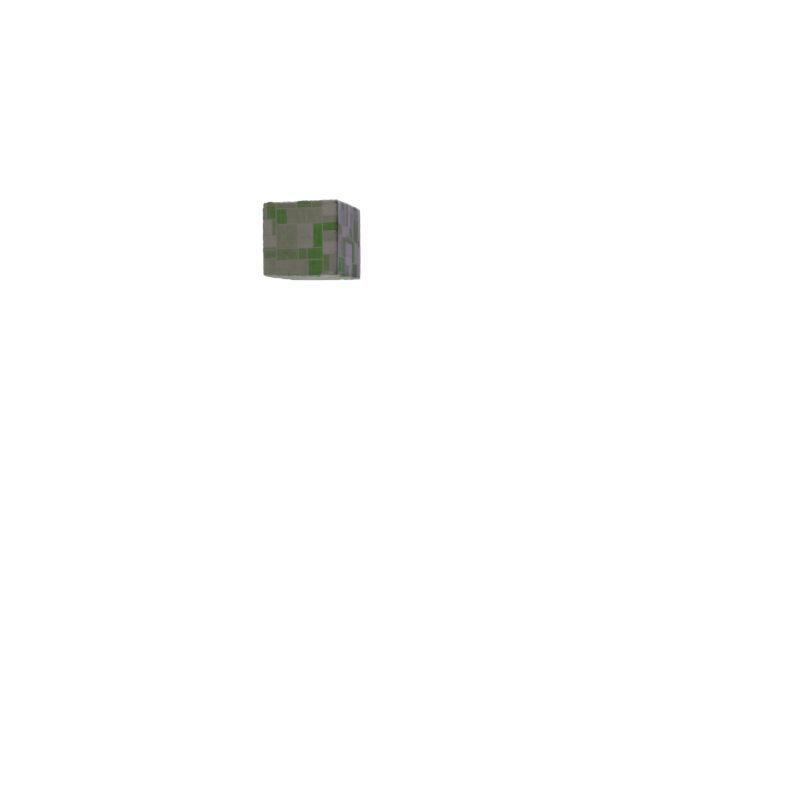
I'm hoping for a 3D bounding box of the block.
[{"bbox_3d":[-0.060,-0.110,0.770,0.054,0.051,0.077,0,2,11],"label":"block"}]
